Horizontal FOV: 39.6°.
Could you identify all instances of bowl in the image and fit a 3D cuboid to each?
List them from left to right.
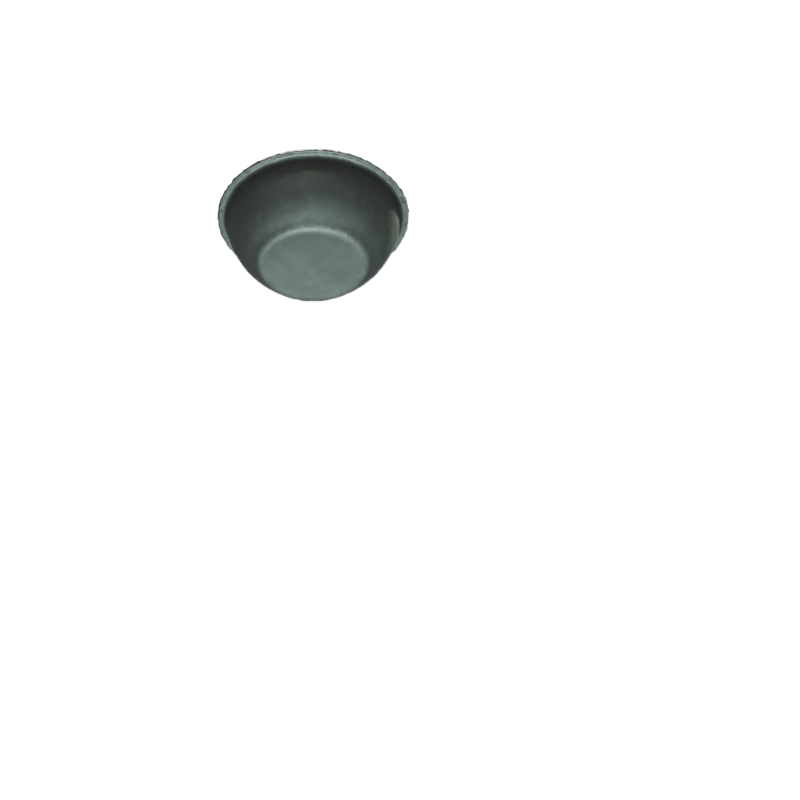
[{"bbox_3d":[-0.072,-0.131,0.918,0.162,0.059,0.151,1,-38,-2],"label":"bowl"}]
